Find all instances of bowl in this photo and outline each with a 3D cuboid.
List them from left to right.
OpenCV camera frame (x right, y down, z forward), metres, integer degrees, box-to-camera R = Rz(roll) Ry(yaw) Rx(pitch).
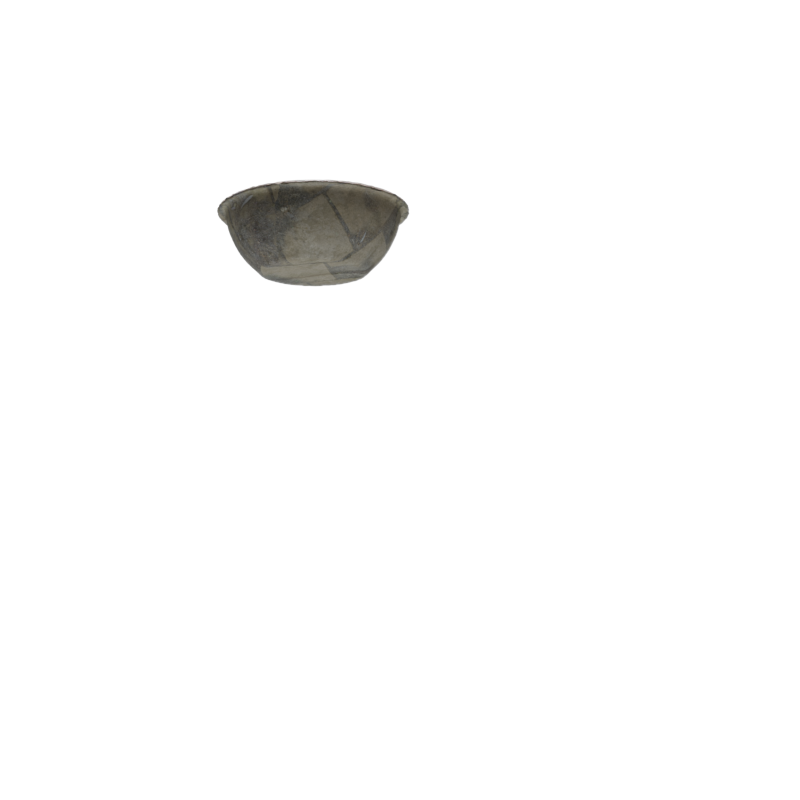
[{"bbox_3d":[-0.073,-0.132,0.927,0.162,0.057,0.158,0,-9,-2],"label":"bowl"}]
